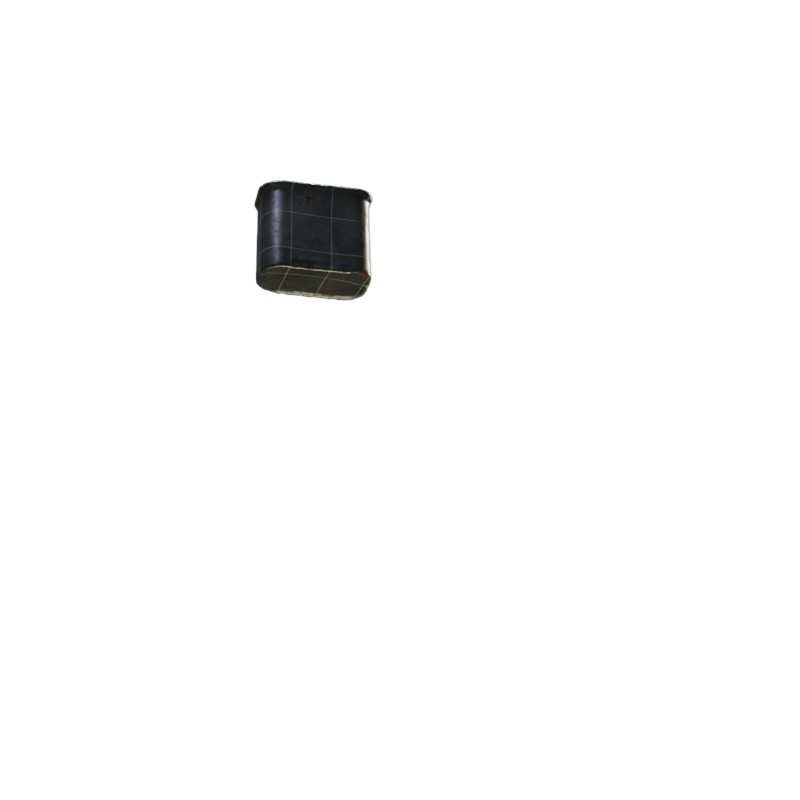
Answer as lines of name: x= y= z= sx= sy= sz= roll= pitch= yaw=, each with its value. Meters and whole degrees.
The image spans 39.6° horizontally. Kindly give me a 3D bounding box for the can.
can: x=-0.075 y=-0.137 z=0.959 sx=0.100 sy=0.089 sz=0.055 roll=5 pitch=-27 yaw=-12
